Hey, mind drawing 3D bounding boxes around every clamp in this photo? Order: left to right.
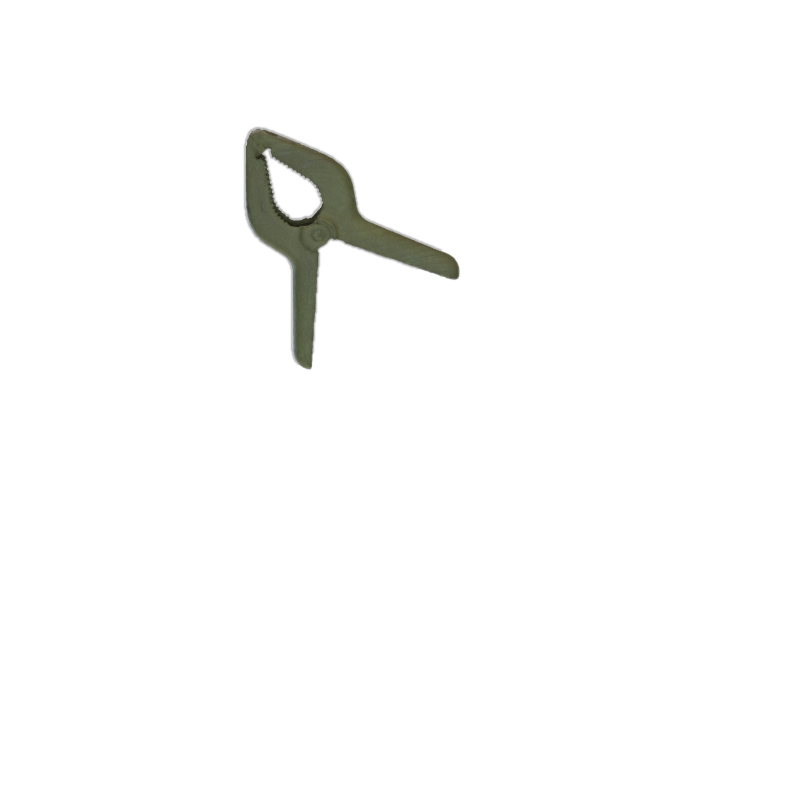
[{"bbox_3d":[-0.074,-0.135,0.946,0.164,0.203,0.038,-39,13,10],"label":"clamp"}]
